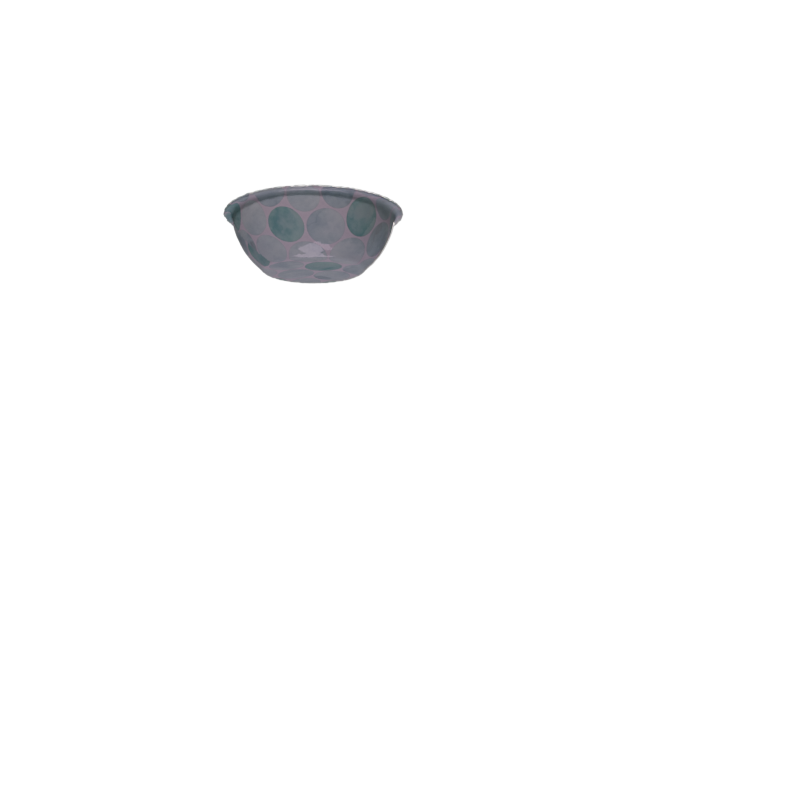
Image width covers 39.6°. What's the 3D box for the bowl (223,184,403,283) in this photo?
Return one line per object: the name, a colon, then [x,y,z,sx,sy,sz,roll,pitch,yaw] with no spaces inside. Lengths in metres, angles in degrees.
bowl: [-0.078,-0.142,0.993,0.162,0.057,0.157,0,-10,-2]
